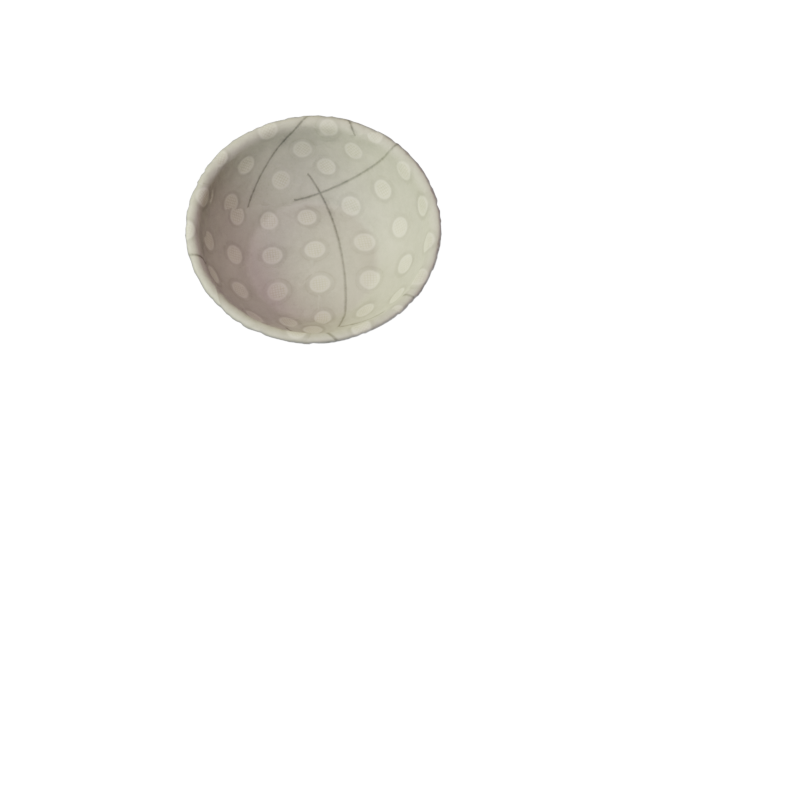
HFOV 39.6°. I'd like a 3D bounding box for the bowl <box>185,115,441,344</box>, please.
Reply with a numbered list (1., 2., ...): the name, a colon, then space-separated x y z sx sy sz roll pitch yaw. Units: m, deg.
1. bowl: -0.056 -0.103 0.721 0.162 0.171 0.052 -1 -25 -1
